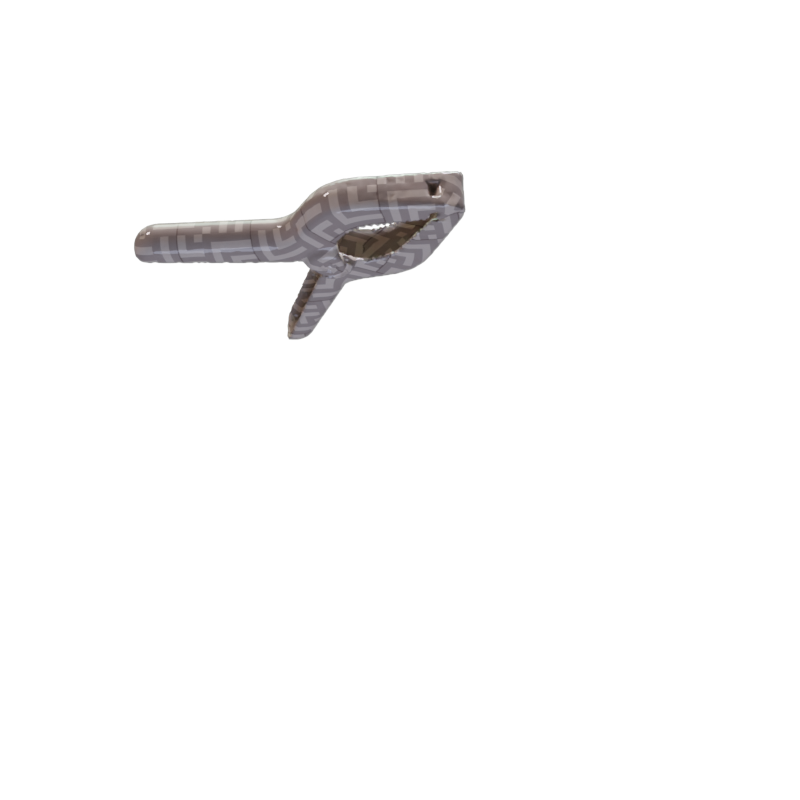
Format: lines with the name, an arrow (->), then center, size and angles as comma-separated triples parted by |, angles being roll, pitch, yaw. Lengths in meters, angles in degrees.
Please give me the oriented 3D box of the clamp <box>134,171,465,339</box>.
clamp -> -0.056, -0.101, 0.710 | 0.211, 0.039, 0.154 | -21, -32, 39
